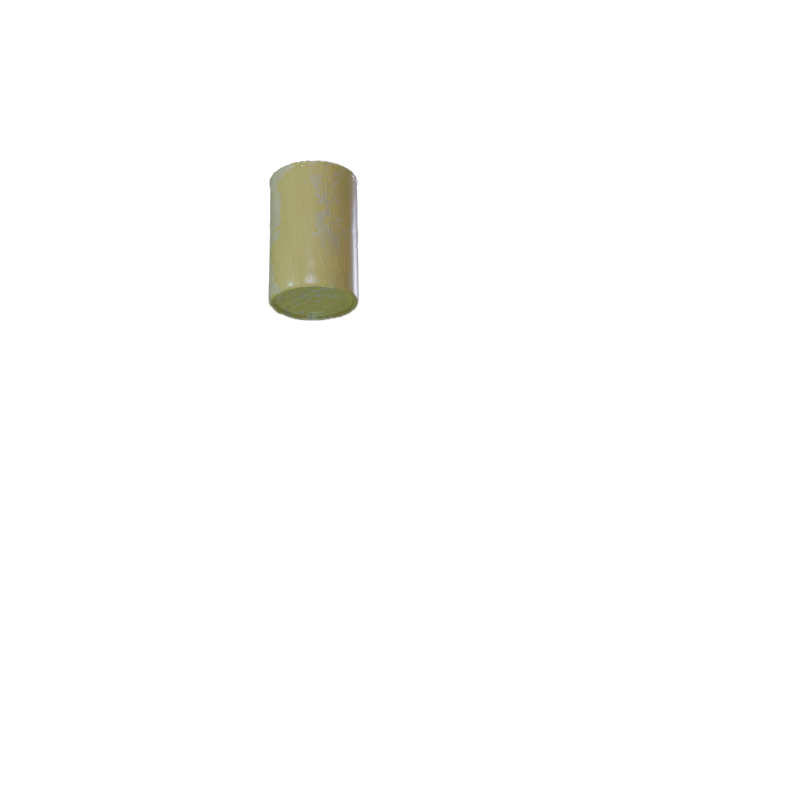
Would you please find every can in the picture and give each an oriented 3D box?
[{"bbox_3d":[-0.065,-0.118,0.829,0.068,0.108,0.065,0,-23,-2],"label":"can"}]
